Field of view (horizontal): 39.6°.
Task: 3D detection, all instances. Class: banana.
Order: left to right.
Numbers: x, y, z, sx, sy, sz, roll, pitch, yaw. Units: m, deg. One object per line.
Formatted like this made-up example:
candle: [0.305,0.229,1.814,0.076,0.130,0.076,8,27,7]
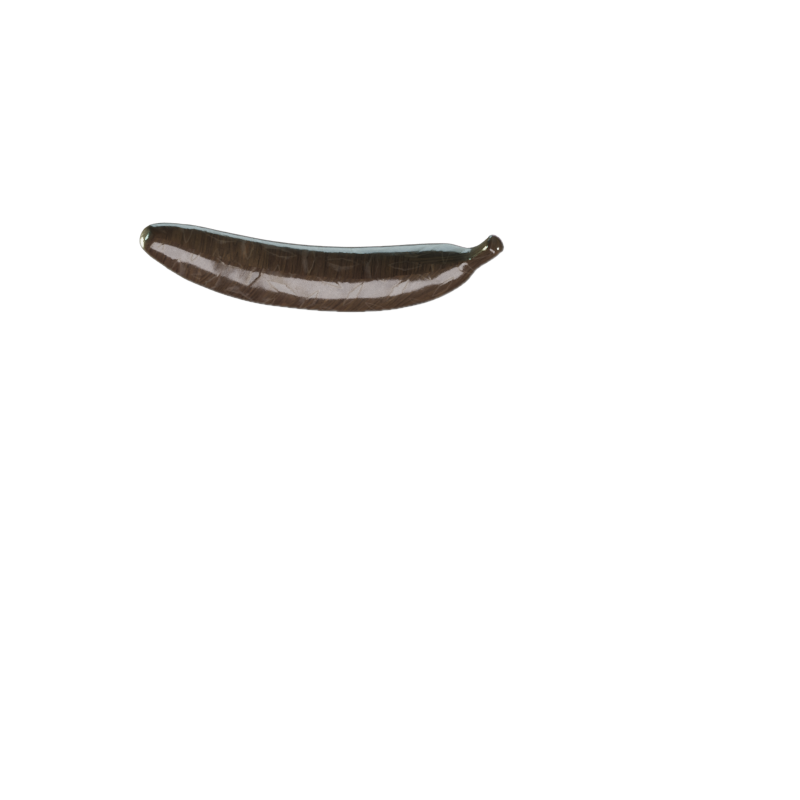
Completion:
banana: [-0.045,-0.078,0.629,0.198,0.039,0.065,0,-36,0]
